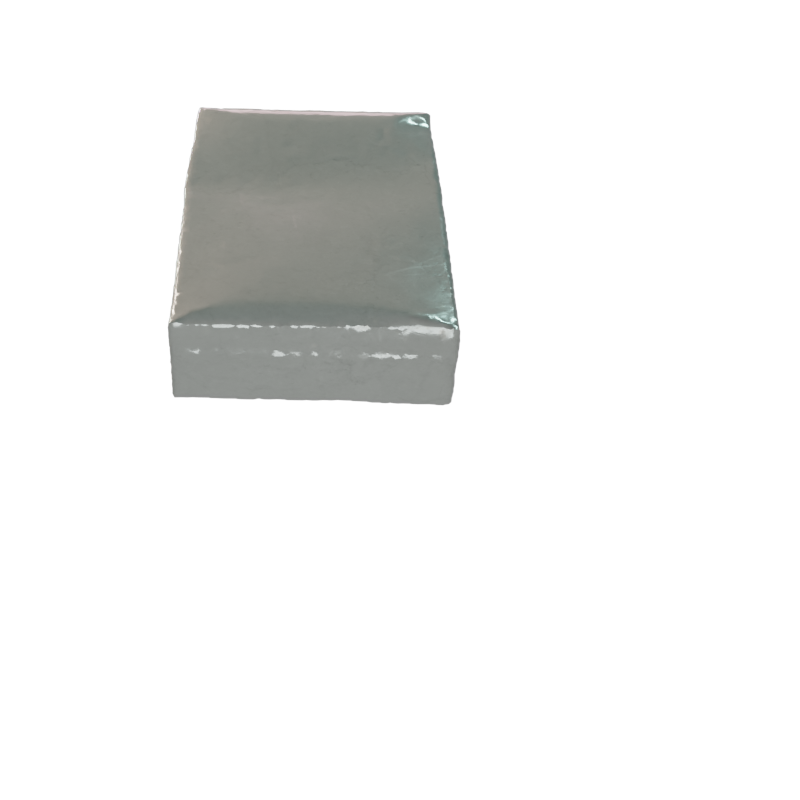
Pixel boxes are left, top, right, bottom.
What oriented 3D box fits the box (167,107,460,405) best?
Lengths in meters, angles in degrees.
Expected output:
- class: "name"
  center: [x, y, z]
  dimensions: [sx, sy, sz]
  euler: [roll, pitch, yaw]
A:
- class: "box"
  center: [-0.055, -0.100, 0.699]
  dimensions: [0.163, 0.230, 0.067]
  euler: [0, -44, -3]
